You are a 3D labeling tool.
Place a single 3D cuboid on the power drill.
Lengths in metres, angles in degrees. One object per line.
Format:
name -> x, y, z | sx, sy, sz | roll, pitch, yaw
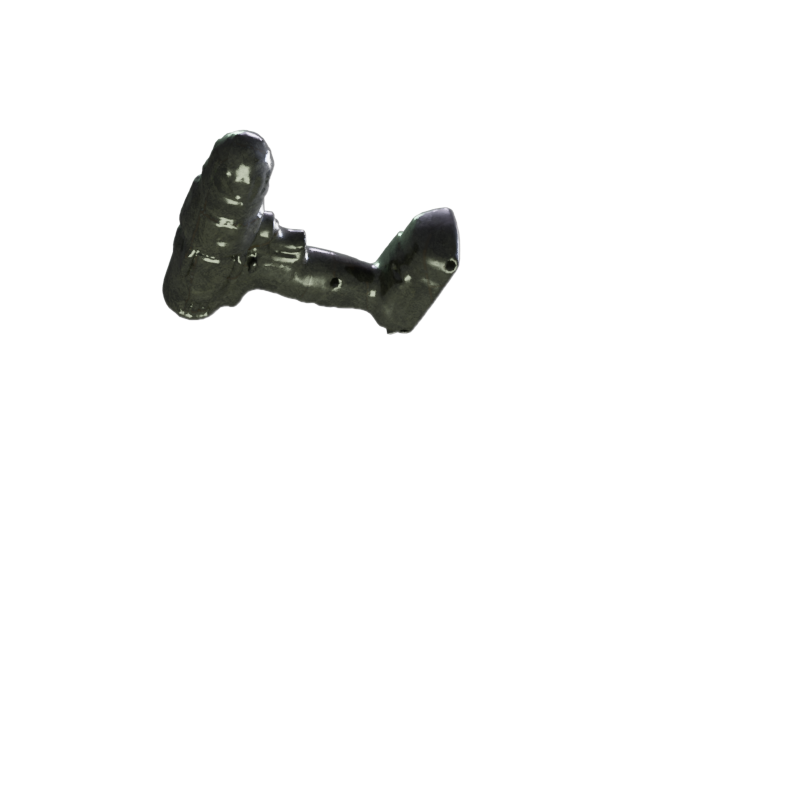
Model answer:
power drill -> -0.059, -0.108, 0.754 | 0.183, 0.061, 0.178 | 9, -30, -17
